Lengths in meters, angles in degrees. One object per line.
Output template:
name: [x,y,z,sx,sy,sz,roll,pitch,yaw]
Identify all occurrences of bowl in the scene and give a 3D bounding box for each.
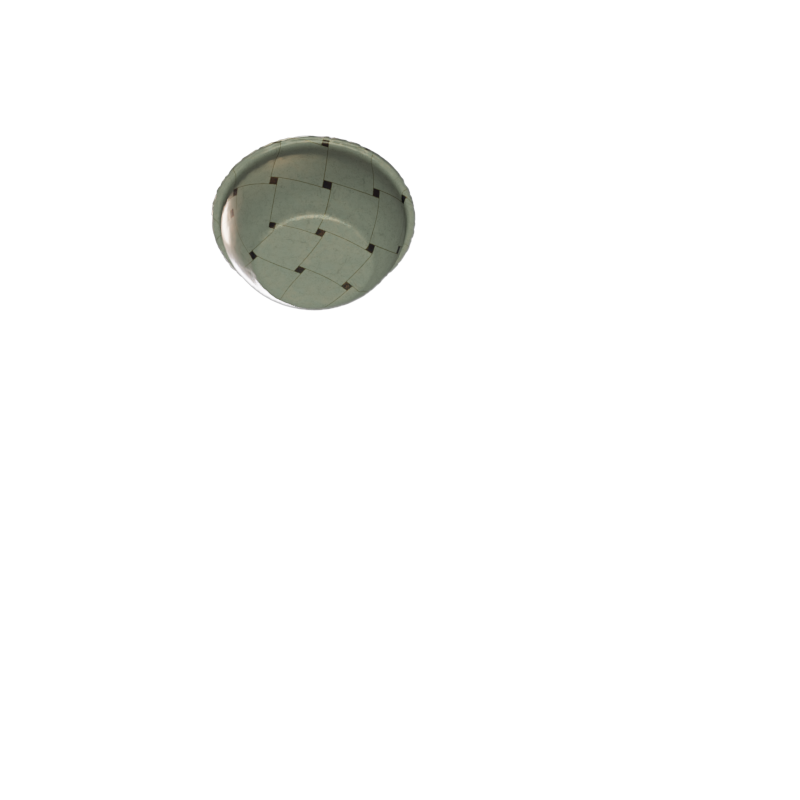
bowl: [-0.067,-0.122,0.857,0.162,0.151,0.059,1,41,-1]
